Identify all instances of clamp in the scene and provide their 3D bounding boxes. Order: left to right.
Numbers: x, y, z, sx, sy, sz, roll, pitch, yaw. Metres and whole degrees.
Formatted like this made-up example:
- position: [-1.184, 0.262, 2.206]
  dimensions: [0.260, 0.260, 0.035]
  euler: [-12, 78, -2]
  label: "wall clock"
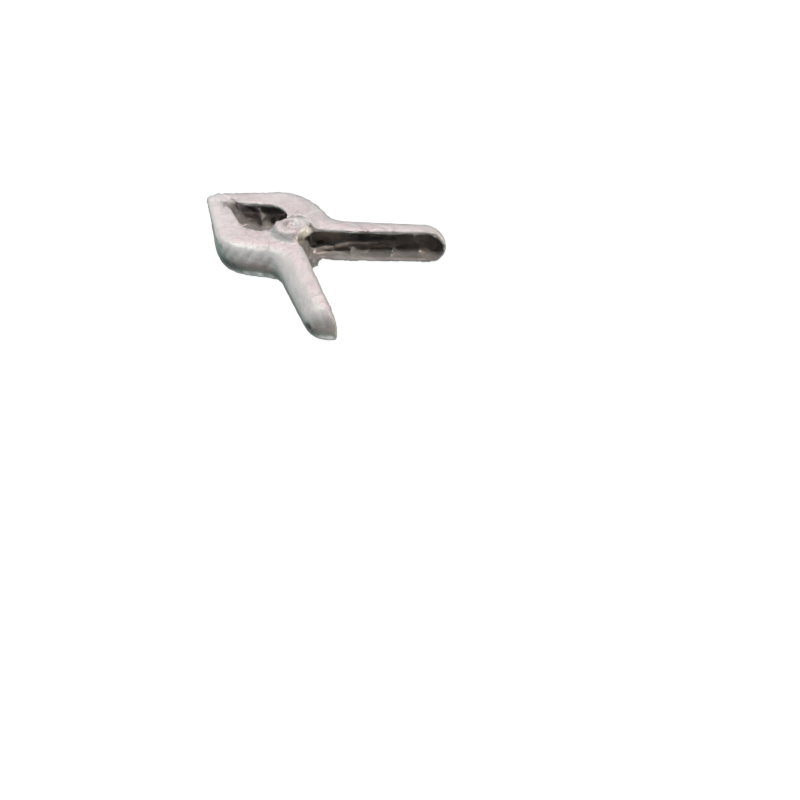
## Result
- position: [-0.058, -0.106, 0.742]
  dimensions: [0.119, 0.037, 0.184]
  euler: [-26, 44, -31]
  label: "clamp"
